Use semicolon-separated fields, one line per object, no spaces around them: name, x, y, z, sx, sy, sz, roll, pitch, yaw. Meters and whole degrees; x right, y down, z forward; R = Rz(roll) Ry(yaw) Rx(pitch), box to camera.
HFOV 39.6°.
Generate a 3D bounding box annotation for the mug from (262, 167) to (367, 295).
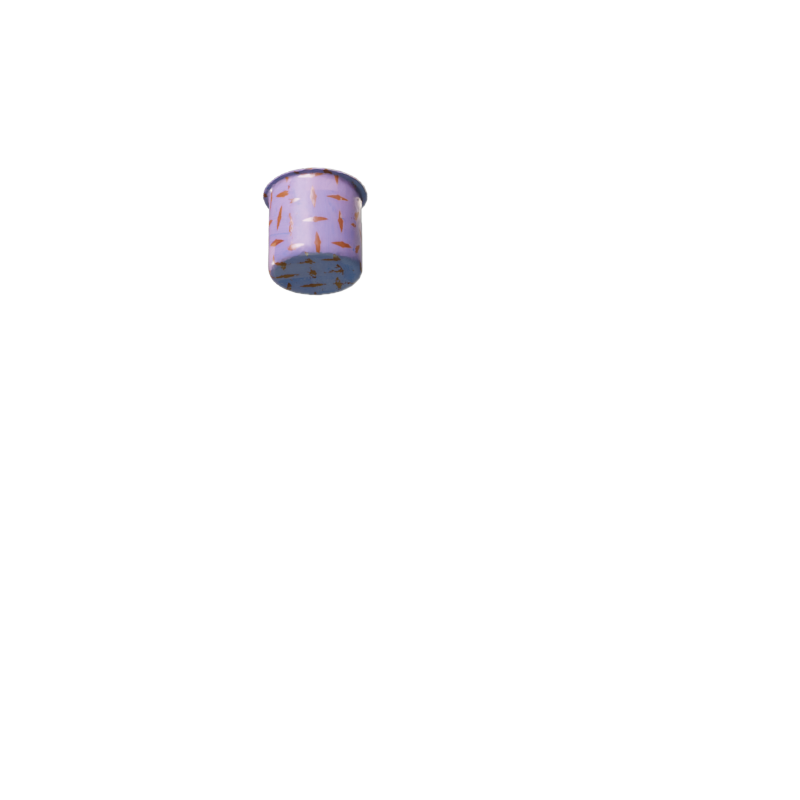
mug;-0.077;-0.140;0.979;0.092;0.086;0.112;4;-25;-11
